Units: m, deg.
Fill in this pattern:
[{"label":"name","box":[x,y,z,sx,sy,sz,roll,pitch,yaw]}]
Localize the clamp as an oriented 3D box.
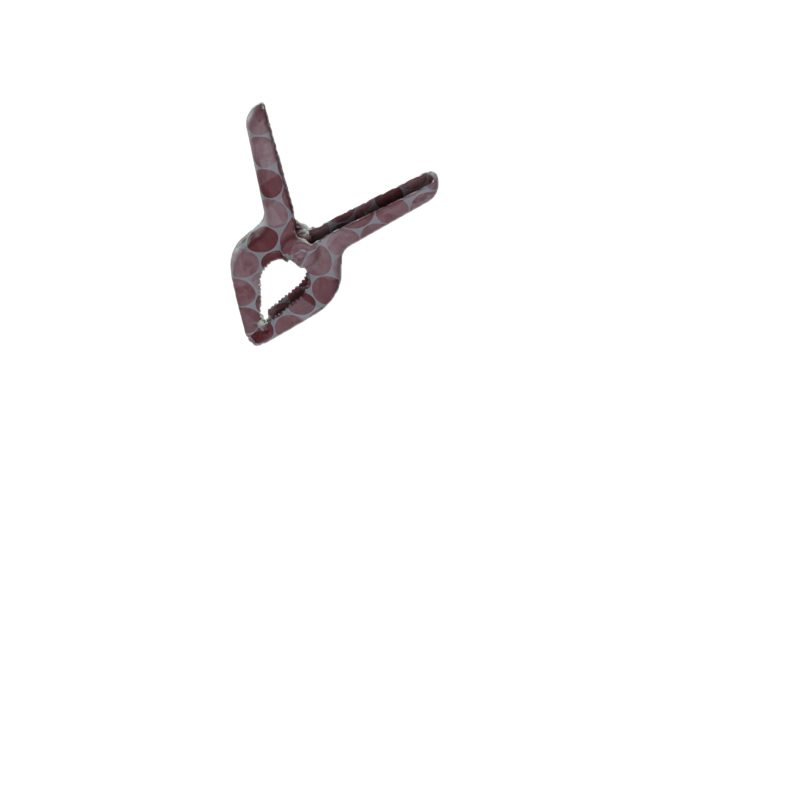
[{"label":"clamp","box":[-0.072,-0.132,0.922,0.162,0.201,0.039,16,29,-9]}]
